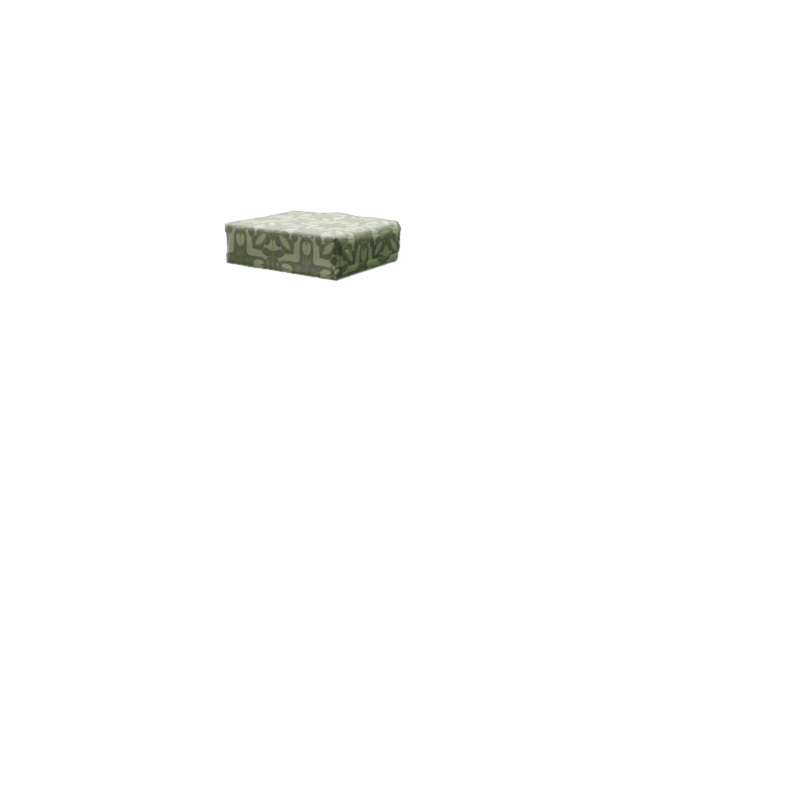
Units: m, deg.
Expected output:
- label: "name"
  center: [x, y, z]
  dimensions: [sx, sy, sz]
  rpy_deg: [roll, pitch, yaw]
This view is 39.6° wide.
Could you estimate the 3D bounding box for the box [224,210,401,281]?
- label: "box"
  center: [-0.055, -0.101, 0.711]
  dimensions: [0.093, 0.029, 0.072]
  rpy_deg: [11, 19, 32]
